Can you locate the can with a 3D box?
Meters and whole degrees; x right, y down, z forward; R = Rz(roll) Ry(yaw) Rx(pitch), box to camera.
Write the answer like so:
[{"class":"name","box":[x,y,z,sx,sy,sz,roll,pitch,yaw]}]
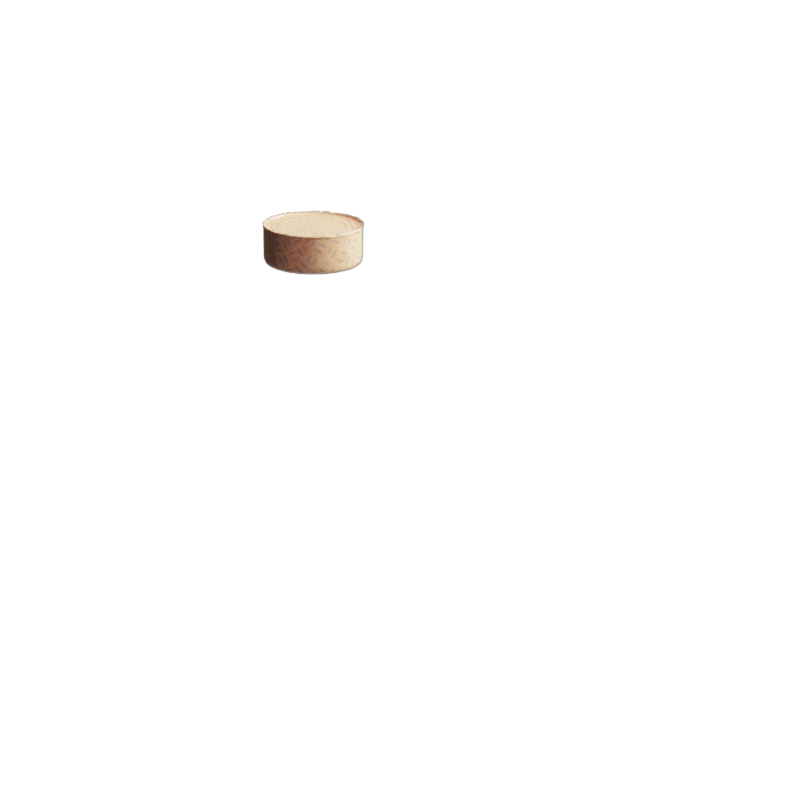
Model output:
[{"class":"can","box":[-0.073,-0.134,0.936,0.086,0.032,0.090,-1,22,-2]}]
